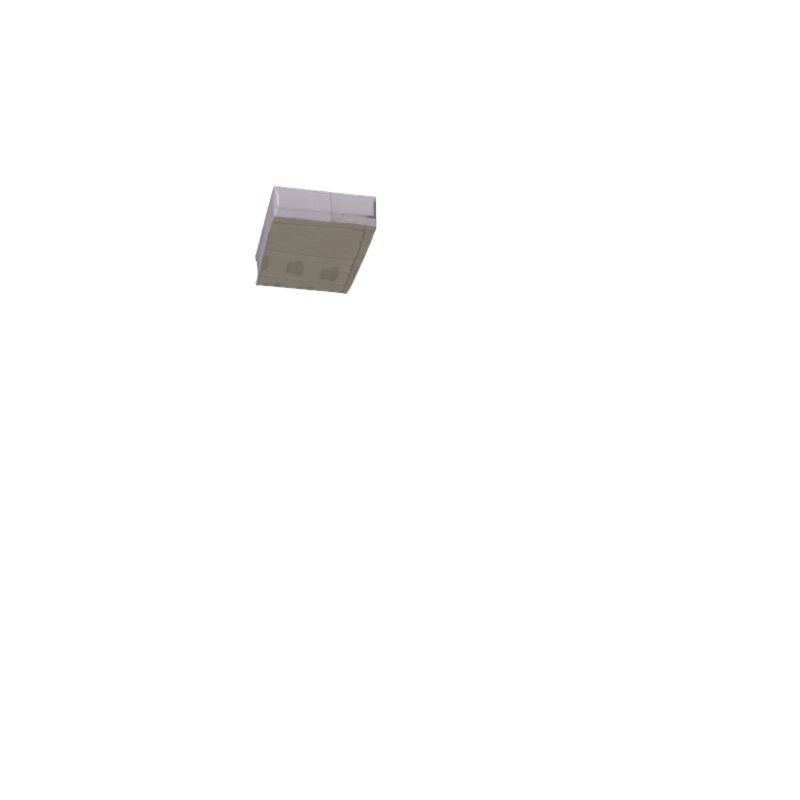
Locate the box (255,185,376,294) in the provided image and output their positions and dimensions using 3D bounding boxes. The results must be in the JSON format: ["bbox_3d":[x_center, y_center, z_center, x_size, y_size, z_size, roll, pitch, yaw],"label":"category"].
[{"bbox_3d":[-0.076,-0.139,0.974,0.088,0.041,0.108,7,-32,-12],"label":"box"}]
